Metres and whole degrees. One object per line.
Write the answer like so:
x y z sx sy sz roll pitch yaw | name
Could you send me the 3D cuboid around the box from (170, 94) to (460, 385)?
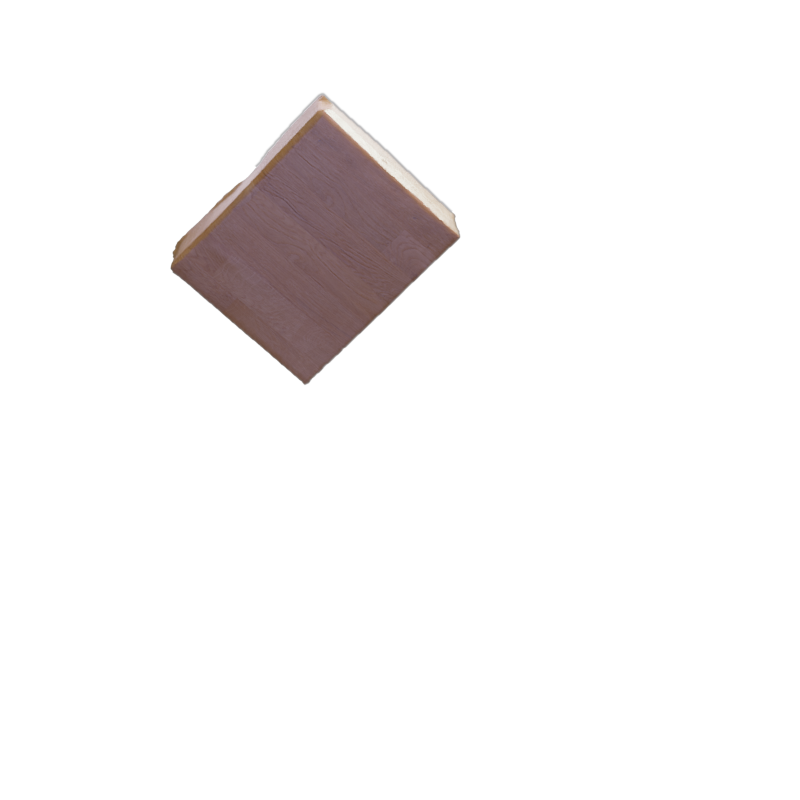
-0.034 -0.062 0.431 0.070 0.088 0.032 42 17 -17 | box
